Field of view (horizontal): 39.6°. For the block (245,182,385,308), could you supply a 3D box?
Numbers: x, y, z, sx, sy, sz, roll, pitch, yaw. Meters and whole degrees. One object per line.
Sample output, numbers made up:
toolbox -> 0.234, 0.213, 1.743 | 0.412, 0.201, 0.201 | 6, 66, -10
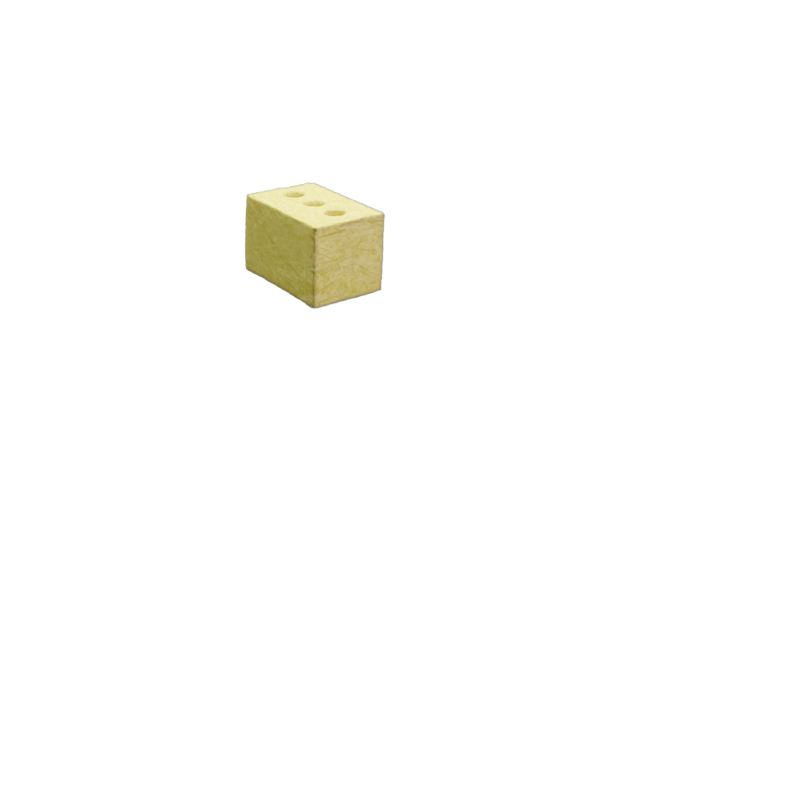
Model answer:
block -> -0.053, -0.096, 0.675 | 0.052, 0.049, 0.083 | -16, 30, -33
